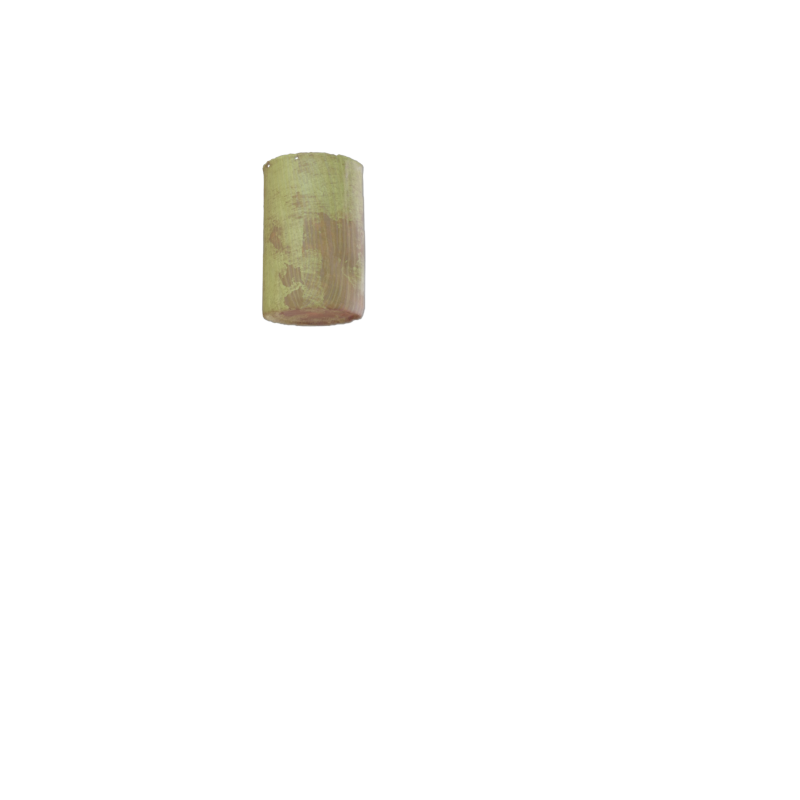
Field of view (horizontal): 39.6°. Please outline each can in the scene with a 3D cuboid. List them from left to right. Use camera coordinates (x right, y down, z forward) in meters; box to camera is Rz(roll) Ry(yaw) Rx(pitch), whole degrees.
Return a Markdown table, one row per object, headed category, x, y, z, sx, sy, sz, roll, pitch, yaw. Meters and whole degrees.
| category | x | y | z | sx | sy | sz | roll | pitch | yaw |
| --- | --- | --- | --- | --- | --- | --- | --- | --- | --- |
| can | -0.057 | -0.104 | 0.729 | 0.068 | 0.105 | 0.067 | 0 | -11 | -2 |
